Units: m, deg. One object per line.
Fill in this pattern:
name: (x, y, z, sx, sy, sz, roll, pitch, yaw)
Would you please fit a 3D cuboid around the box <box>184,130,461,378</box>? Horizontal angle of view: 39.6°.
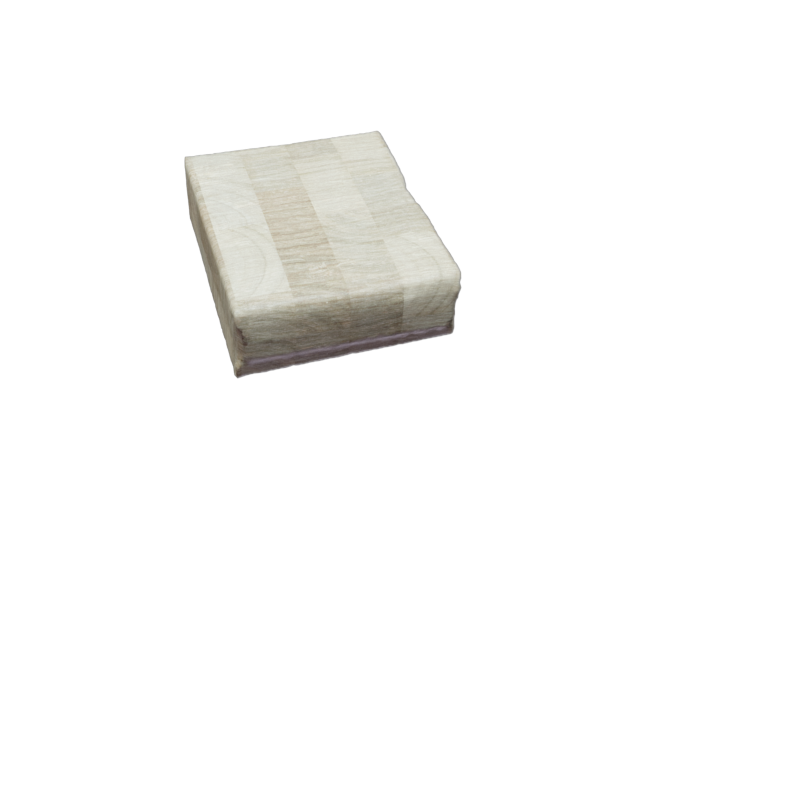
box: (-0.029, -0.053, 0.373, 0.072, 0.028, 0.097, -11, 44, -12)
